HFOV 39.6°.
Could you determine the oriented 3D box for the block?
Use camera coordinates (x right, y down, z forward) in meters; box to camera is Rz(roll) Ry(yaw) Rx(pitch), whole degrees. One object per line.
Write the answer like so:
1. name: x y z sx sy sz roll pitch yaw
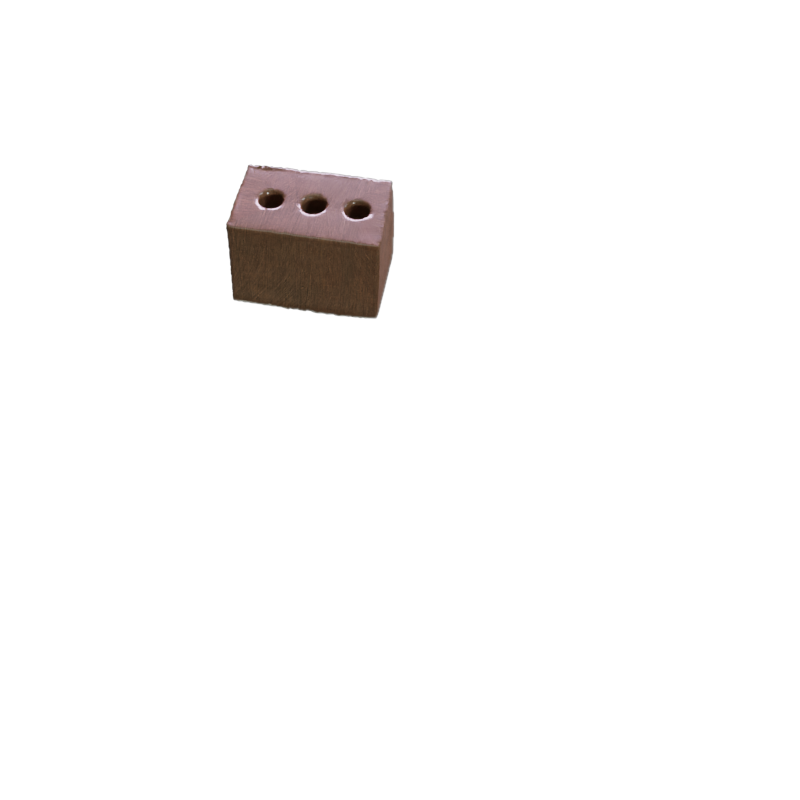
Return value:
1. block: -0.044 -0.081 0.565 0.079 0.048 0.056 7 46 6
